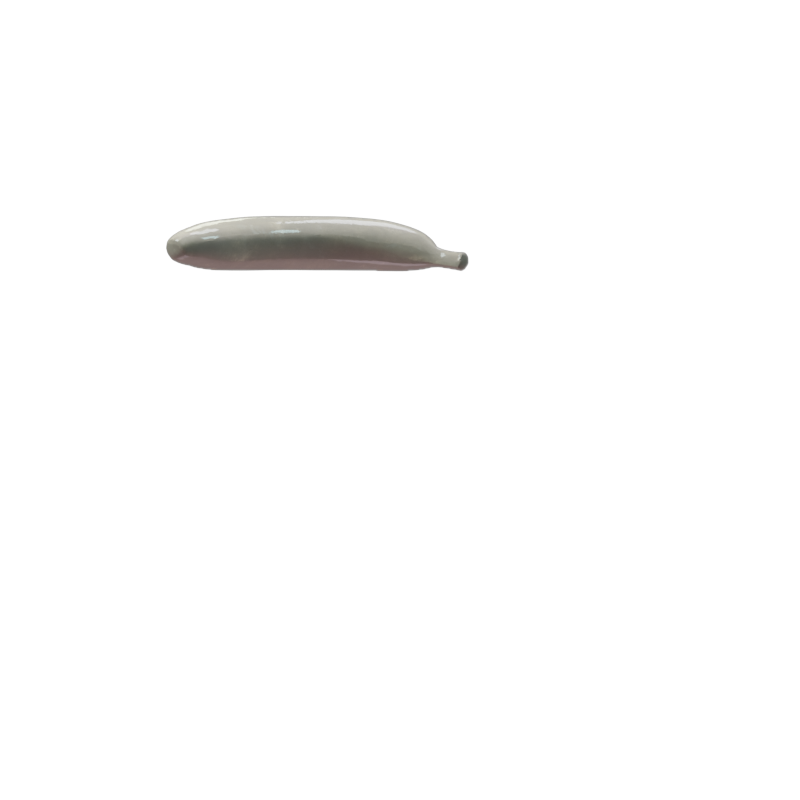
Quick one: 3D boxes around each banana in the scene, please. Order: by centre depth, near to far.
[{"bbox_3d":[-0.058,-0.103,0.723,0.193,0.037,0.071,-2,5,-18],"label":"banana"}]
